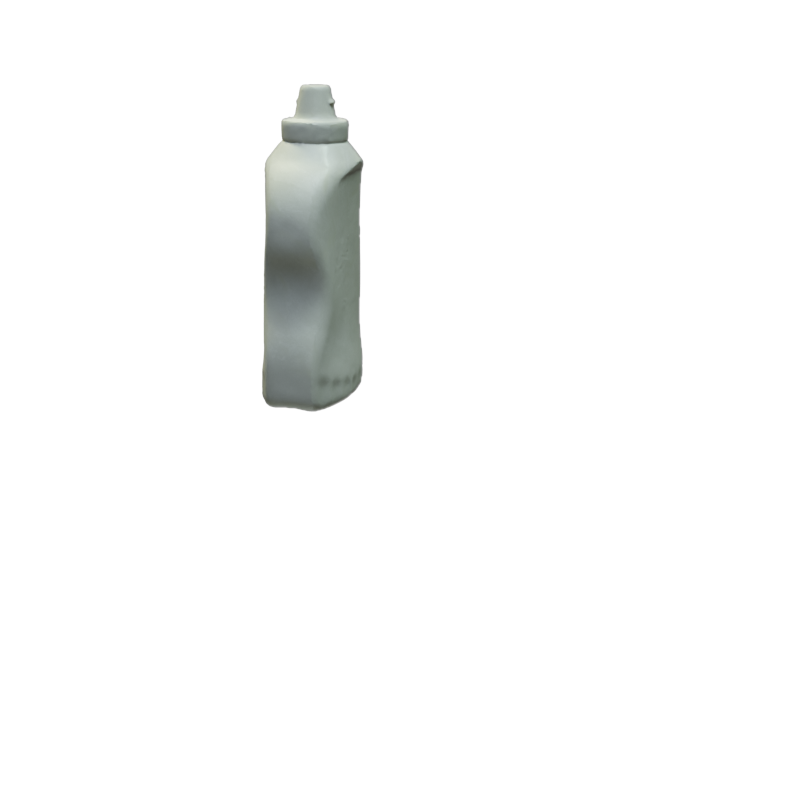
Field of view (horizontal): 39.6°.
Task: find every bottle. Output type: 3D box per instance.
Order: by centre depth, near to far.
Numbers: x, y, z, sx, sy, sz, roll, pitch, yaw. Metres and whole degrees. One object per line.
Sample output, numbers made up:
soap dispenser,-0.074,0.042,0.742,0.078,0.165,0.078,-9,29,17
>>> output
bottle,-0.053,-0.097,0.683,0.060,0.186,0.096,4,13,16
